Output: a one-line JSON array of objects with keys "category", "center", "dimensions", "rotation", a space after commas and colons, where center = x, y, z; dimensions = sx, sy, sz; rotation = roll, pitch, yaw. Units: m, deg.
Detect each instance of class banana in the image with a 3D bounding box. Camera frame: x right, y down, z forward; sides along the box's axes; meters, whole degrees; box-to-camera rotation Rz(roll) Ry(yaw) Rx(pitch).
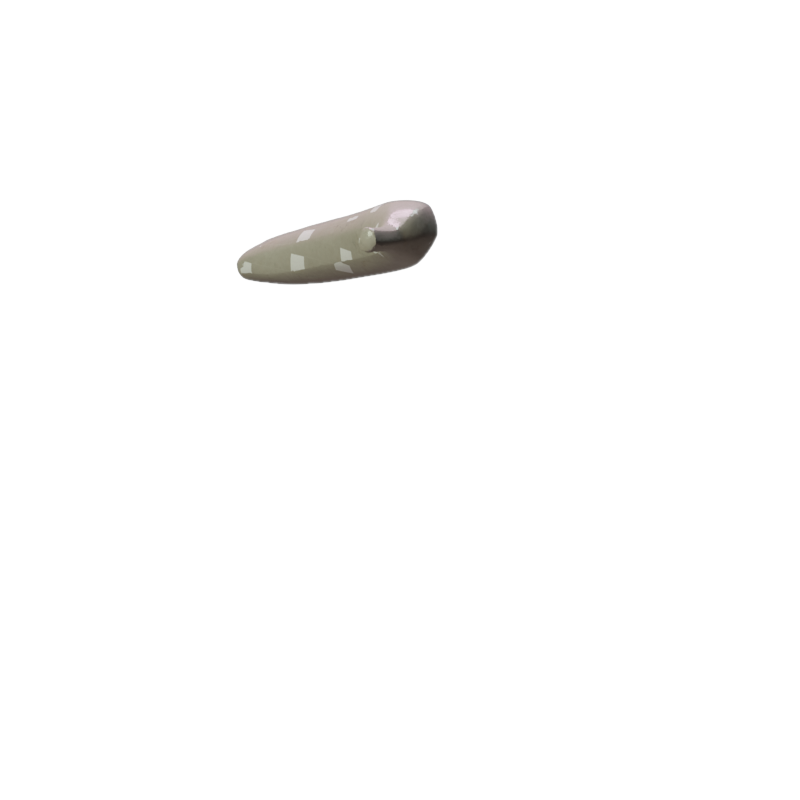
[{"category": "banana", "center": [-0.031, -0.090, 0.632], "dimensions": [0.067, 0.037, 0.202], "rotation": [1, 0, -26]}]
